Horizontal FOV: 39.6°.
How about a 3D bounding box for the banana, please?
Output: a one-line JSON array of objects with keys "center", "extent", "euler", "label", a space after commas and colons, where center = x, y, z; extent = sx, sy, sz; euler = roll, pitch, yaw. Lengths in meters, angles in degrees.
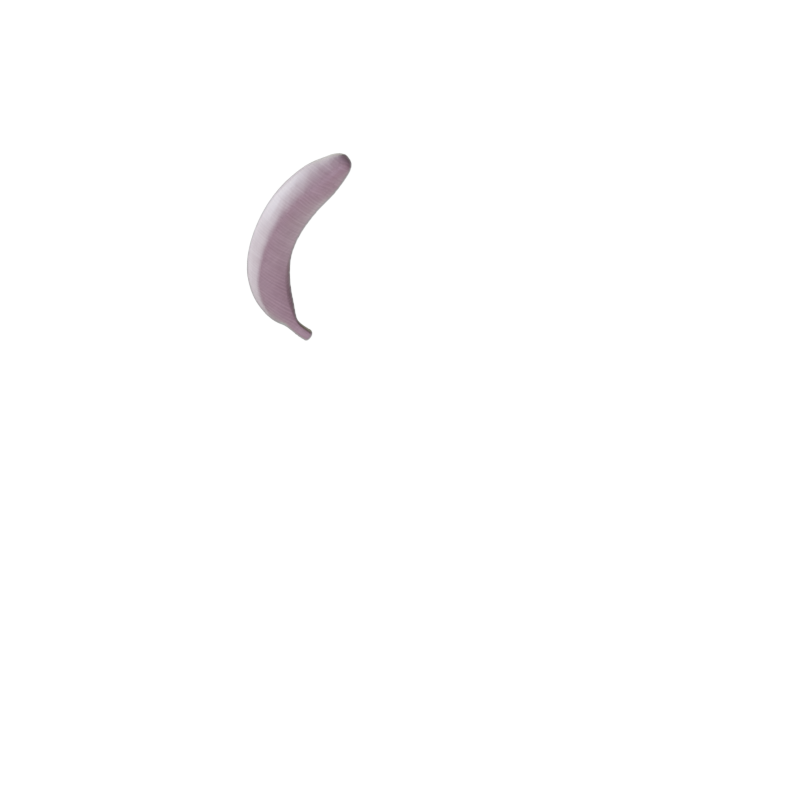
[{"center": [-0.093, -0.135, 0.947], "extent": [0.069, 0.187, 0.039], "euler": [9, 42, -9], "label": "banana"}]
